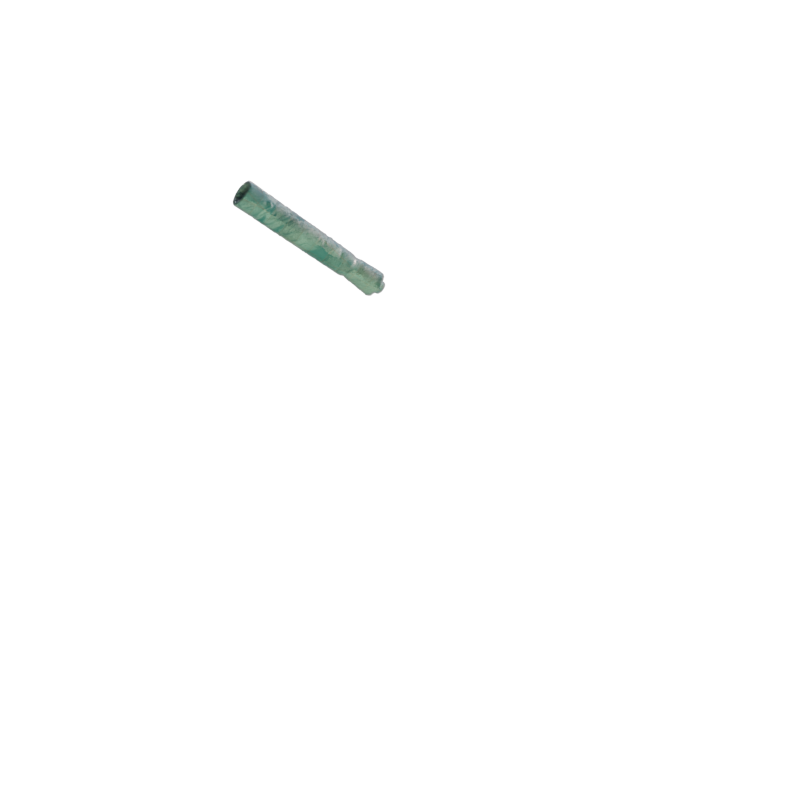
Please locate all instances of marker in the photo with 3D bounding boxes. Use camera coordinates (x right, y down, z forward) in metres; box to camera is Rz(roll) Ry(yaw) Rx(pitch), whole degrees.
[{"bbox_3d":[-0.057,-0.104,0.730,0.115,0.020,0.020,32,-12,-24],"label":"marker"}]
